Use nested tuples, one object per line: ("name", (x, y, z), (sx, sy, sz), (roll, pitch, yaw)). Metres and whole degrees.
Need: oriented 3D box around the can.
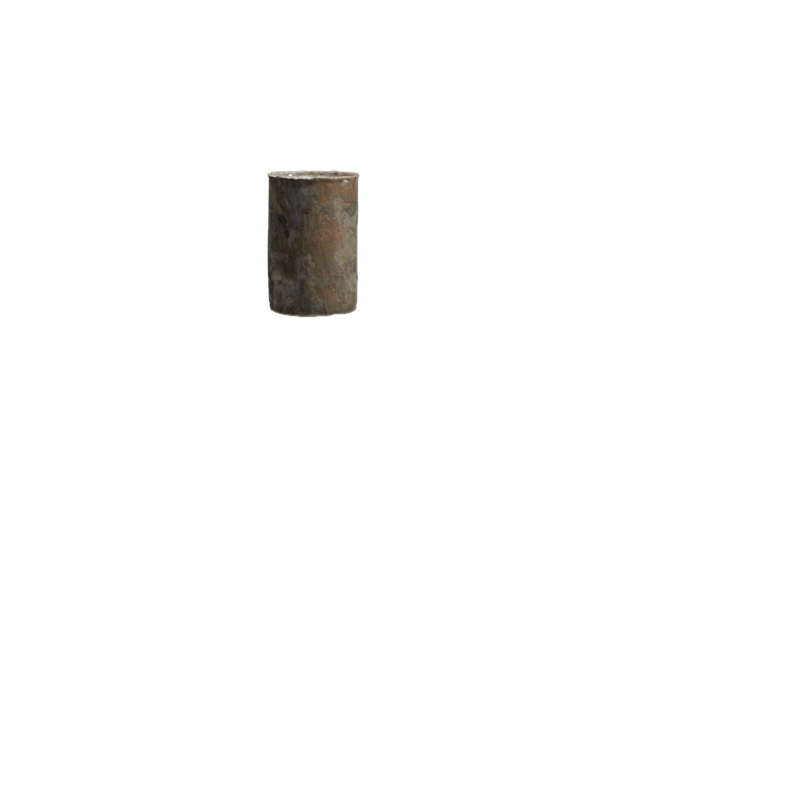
("can", (-0.065, -0.118, 0.824), (0.068, 0.100, 0.070), (0, 10, -2))
